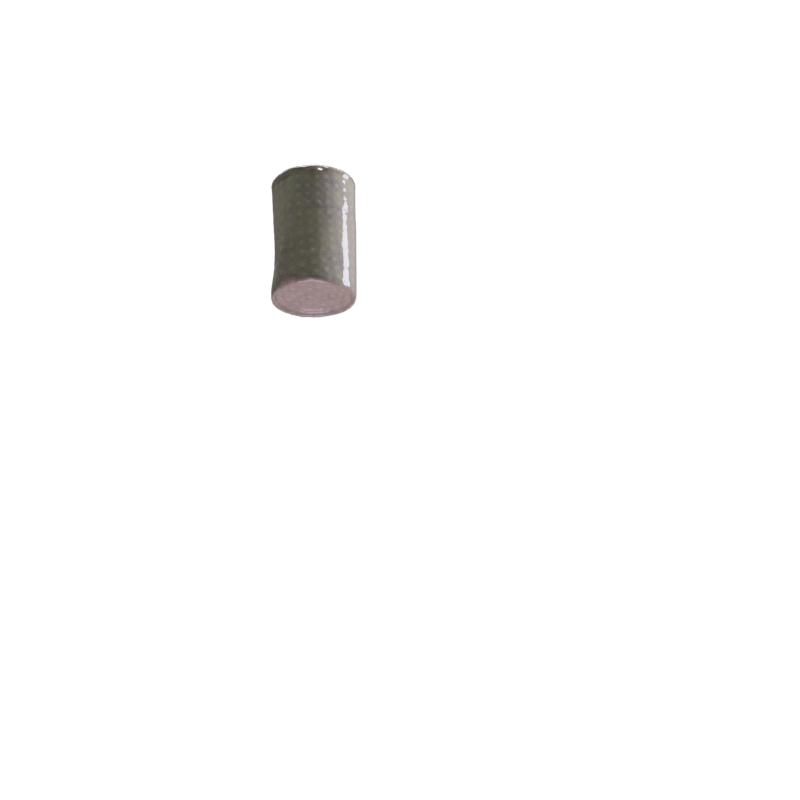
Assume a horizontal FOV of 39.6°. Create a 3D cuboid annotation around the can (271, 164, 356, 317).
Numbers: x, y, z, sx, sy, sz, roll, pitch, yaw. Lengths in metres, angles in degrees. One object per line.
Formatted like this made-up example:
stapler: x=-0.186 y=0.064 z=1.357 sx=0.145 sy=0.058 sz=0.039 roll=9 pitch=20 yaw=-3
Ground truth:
can: x=-0.068 y=-0.124 z=0.871 sx=0.068 sy=0.108 sz=0.065 roll=0 pitch=-25 yaw=-2
